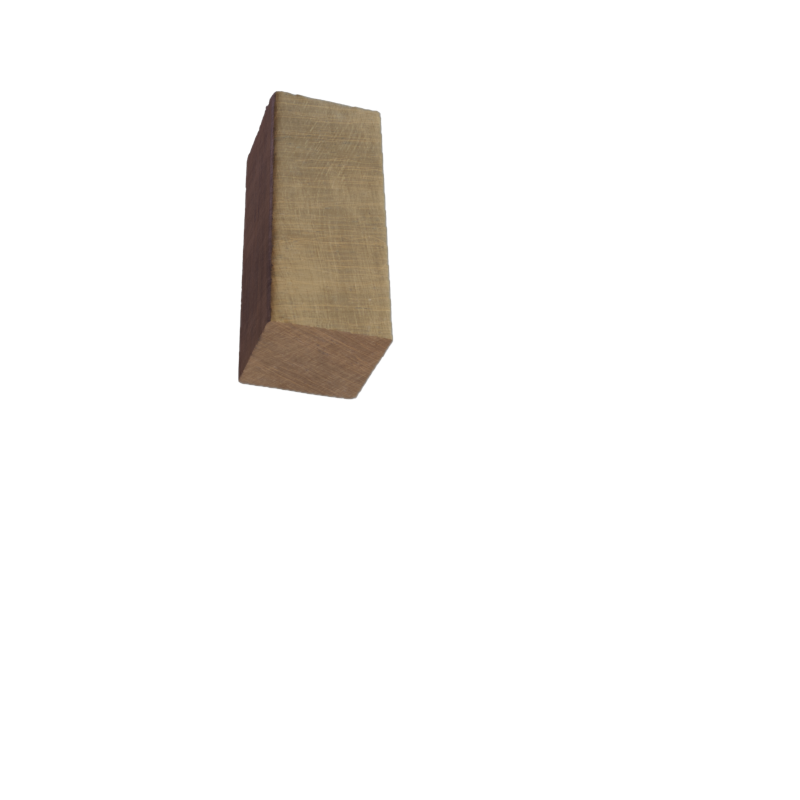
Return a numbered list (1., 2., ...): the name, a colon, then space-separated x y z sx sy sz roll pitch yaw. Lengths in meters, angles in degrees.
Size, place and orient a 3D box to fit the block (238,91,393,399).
1. block: -0.065 -0.117 0.821 0.088 0.220 0.087 9 -35 -16
